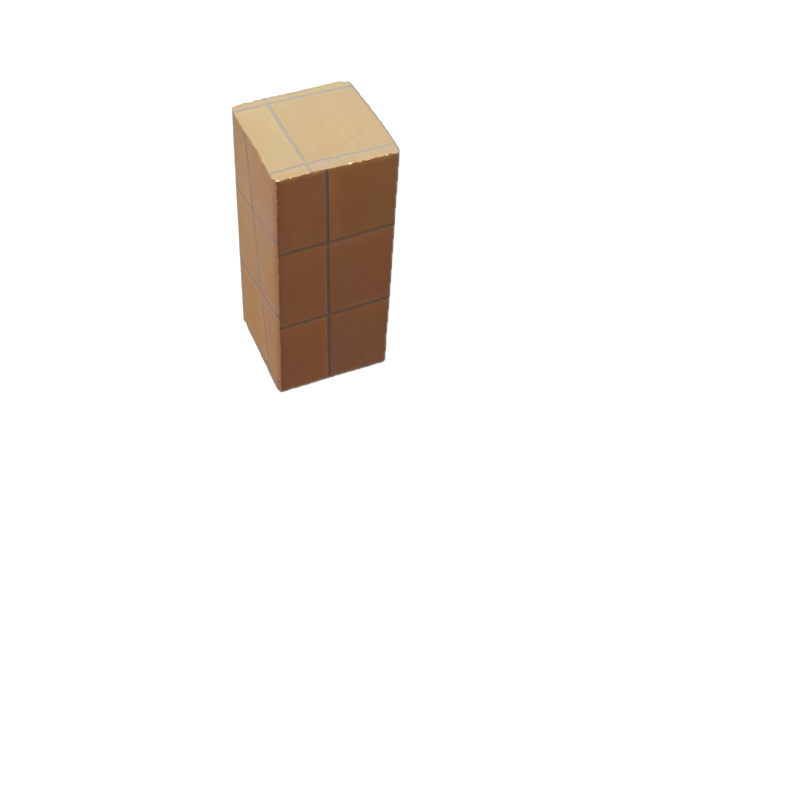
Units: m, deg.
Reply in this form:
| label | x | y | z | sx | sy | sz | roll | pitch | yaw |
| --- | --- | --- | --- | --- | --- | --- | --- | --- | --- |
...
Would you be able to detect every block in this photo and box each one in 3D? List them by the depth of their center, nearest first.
| label | x | y | z | sx | sy | sz | roll | pitch | yaw |
| --- | --- | --- | --- | --- | --- | --- | --- | --- | --- |
| block | -0.063 | -0.116 | 0.806 | 0.090 | 0.192 | 0.098 | -16 | 50 | -18 |
